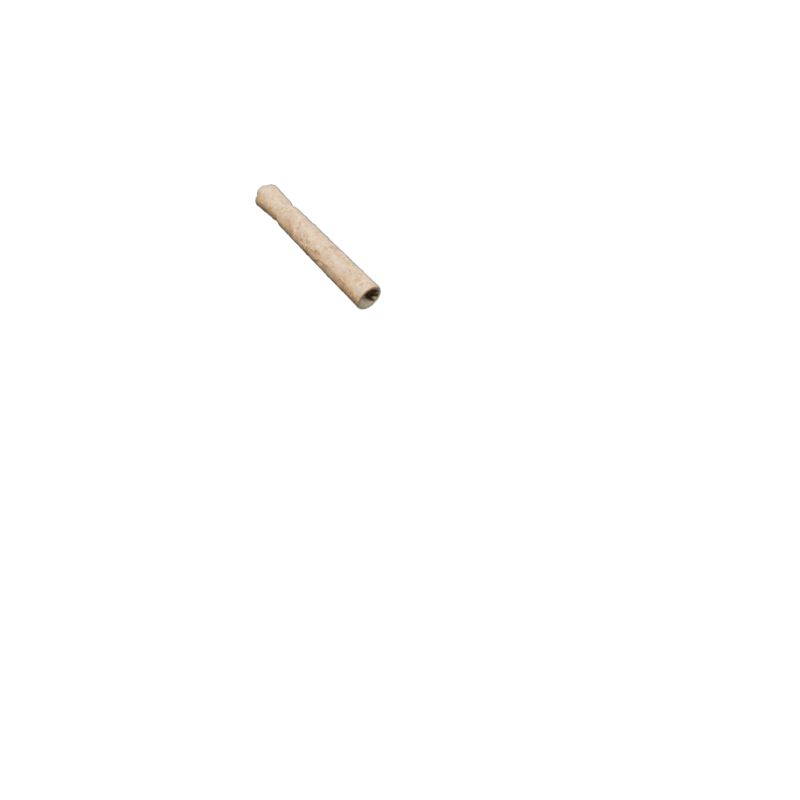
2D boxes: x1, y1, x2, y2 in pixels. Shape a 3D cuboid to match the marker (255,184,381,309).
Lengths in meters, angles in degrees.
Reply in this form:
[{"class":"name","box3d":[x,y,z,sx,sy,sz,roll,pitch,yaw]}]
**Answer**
[{"class":"marker","box3d":[-0.056,-0.103,0.721,0.019,0.019,0.130,-3,40,-46]}]
